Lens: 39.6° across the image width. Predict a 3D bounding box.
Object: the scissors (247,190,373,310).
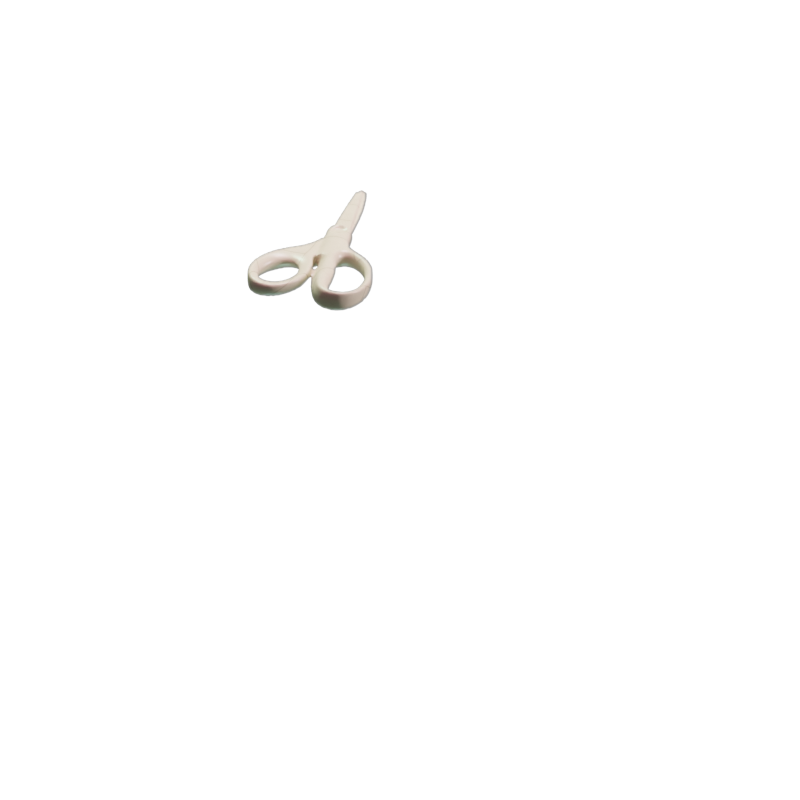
[{"bbox_3d":[-0.065,-0.118,0.827,0.096,0.015,0.214,-3,30,-5],"label":"scissors"}]
